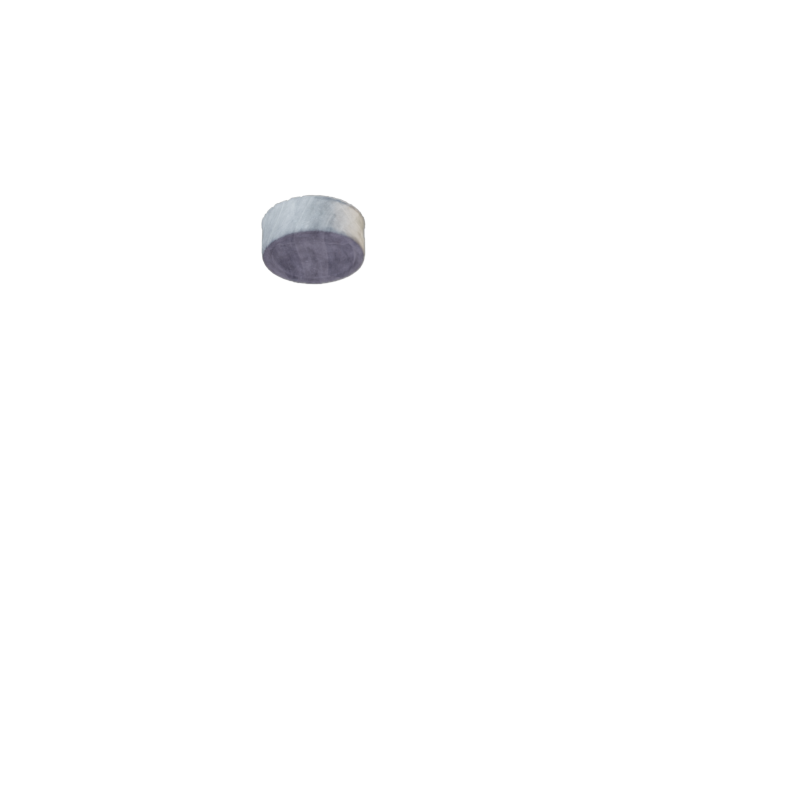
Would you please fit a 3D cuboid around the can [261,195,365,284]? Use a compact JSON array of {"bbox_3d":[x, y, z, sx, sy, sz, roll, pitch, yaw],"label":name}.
[{"bbox_3d":[-0.071,-0.129,0.906,0.086,0.036,0.081,1,-27,-2],"label":"can"}]
